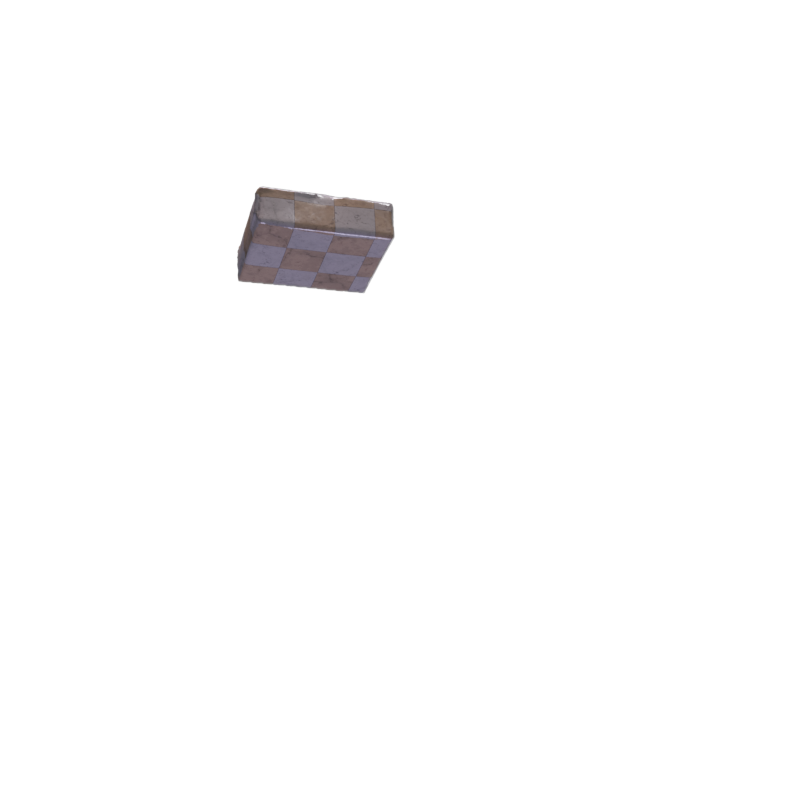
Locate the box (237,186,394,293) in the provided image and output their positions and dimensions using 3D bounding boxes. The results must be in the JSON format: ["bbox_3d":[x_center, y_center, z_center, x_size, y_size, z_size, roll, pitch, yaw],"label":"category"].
[{"bbox_3d":[-0.056,-0.102,0.712,0.088,0.032,0.070,6,-28,-12],"label":"box"}]
